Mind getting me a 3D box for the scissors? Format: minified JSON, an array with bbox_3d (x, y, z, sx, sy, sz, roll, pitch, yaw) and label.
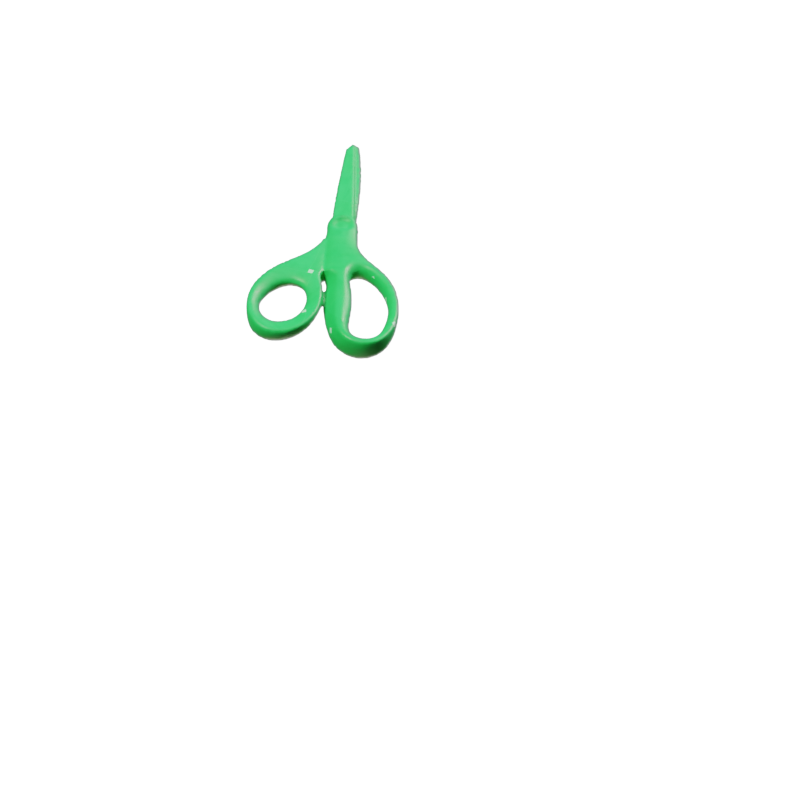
[{"bbox_3d":[-0.054,-0.098,0.686,0.095,0.015,0.218,-8,43,-8],"label":"scissors"}]
